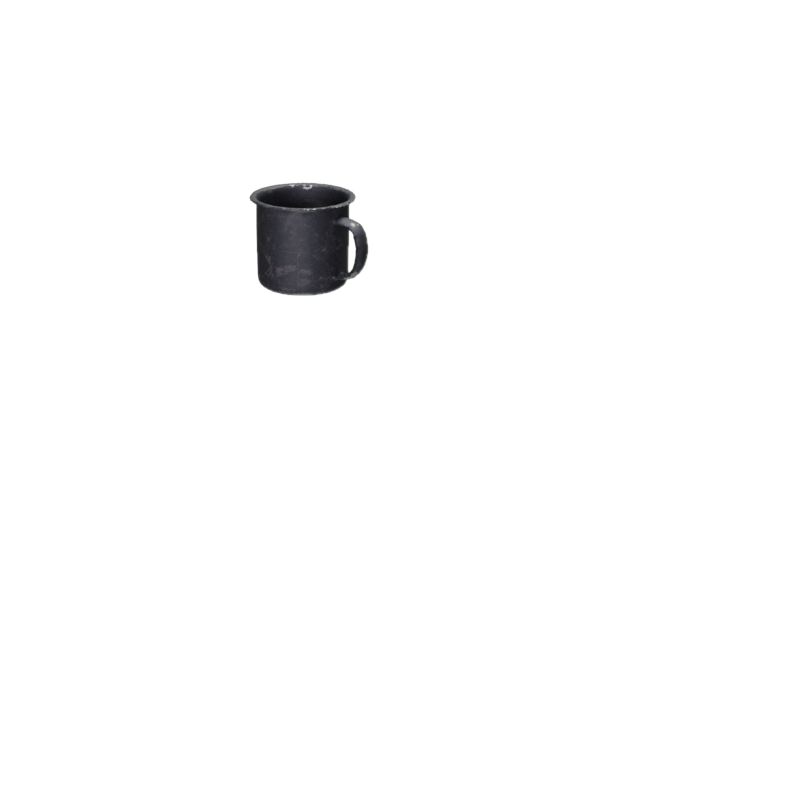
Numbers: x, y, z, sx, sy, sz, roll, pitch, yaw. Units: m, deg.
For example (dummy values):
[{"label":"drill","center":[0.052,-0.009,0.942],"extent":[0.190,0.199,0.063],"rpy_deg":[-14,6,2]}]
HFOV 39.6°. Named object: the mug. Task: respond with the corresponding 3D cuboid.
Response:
[{"label":"mug","center":[-0.077,-0.140,0.978],"extent":[0.123,0.078,0.092],"rpy_deg":[16,26,33]}]
